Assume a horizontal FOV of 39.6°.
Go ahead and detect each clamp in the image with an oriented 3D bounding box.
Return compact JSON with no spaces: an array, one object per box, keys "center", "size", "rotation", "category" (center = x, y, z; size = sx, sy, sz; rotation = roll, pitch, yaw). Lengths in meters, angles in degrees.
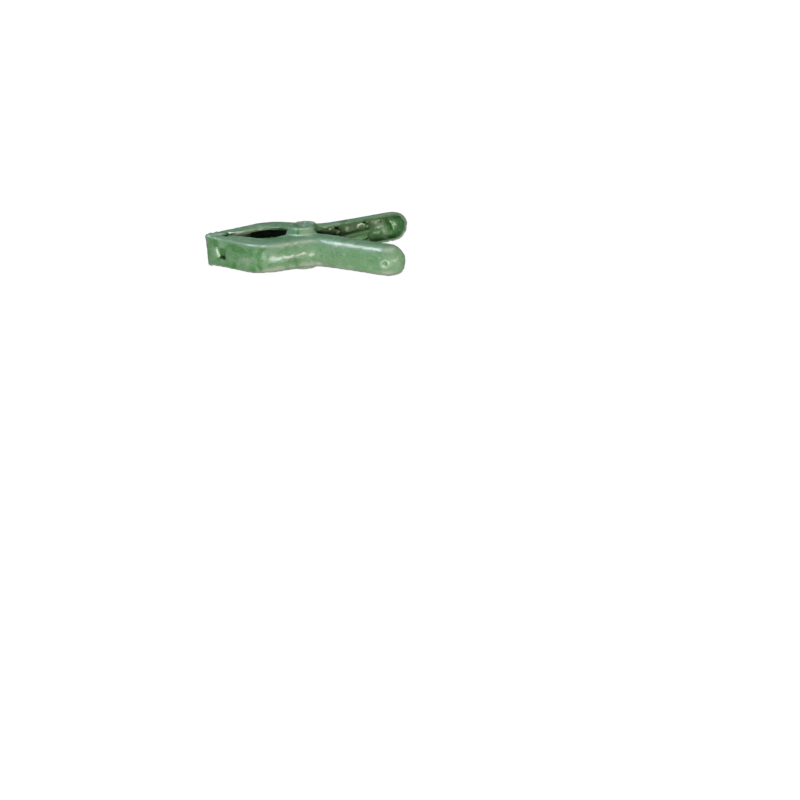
[{"center":[-0.072,-0.132,0.921],"size":[0.175,0.038,0.122],"rotation":[4,18,12],"category":"clamp"}]
